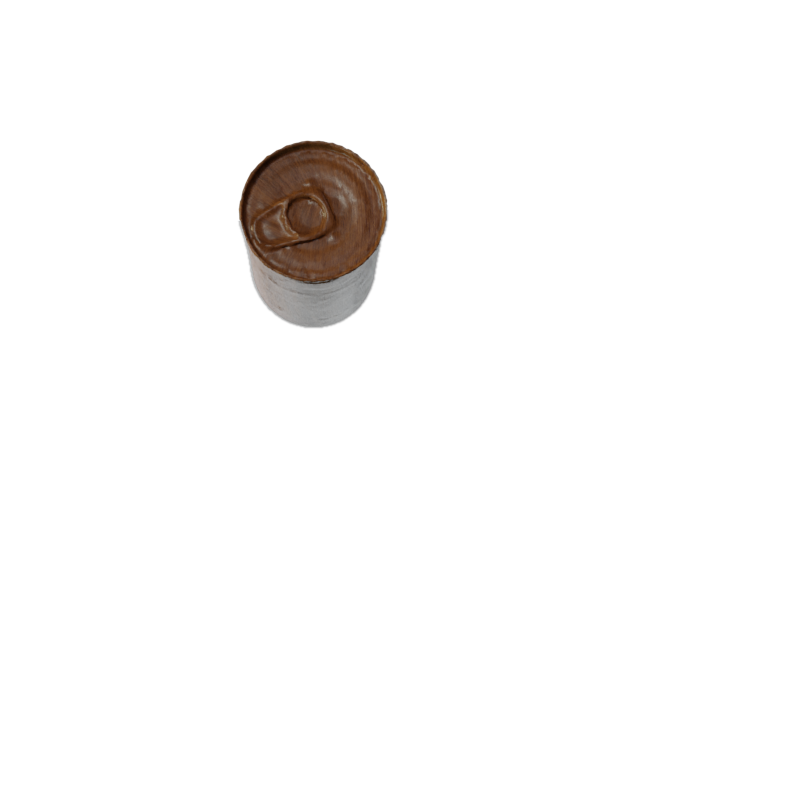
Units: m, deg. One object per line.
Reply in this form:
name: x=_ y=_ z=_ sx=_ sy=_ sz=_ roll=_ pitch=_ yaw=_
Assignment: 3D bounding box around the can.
can: x=-0.043 y=-0.079 z=0.552 sx=0.068 sy=0.071 sz=0.099 roll=0 pitch=-12 yaw=-3
